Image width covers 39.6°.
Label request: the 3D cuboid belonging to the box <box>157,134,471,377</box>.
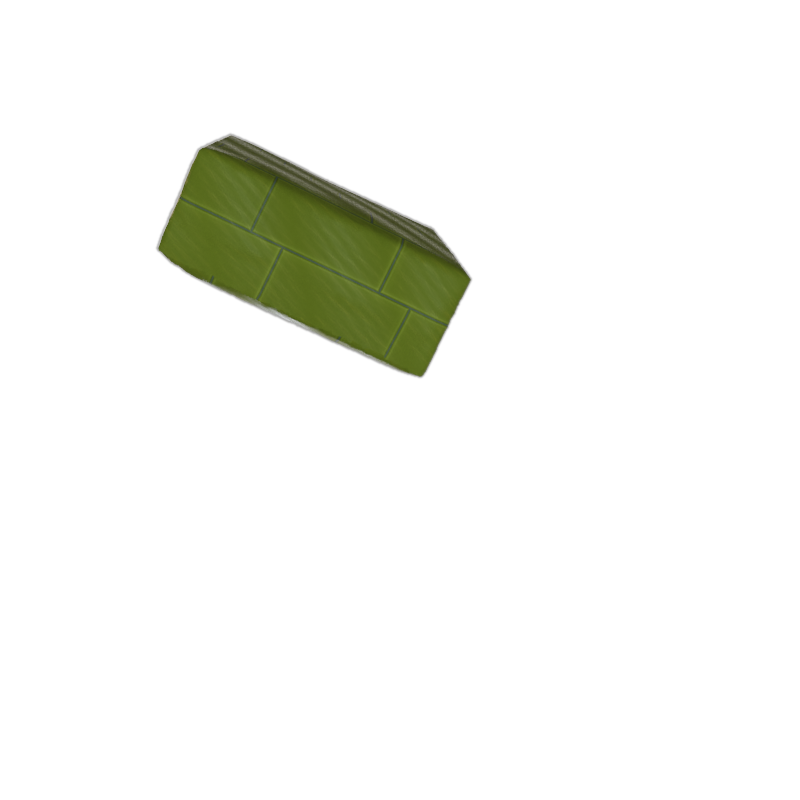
[{"bbox_3d":[-0.054,-0.099,0.696,0.162,0.071,0.220,24,11,-8],"label":"box"}]
